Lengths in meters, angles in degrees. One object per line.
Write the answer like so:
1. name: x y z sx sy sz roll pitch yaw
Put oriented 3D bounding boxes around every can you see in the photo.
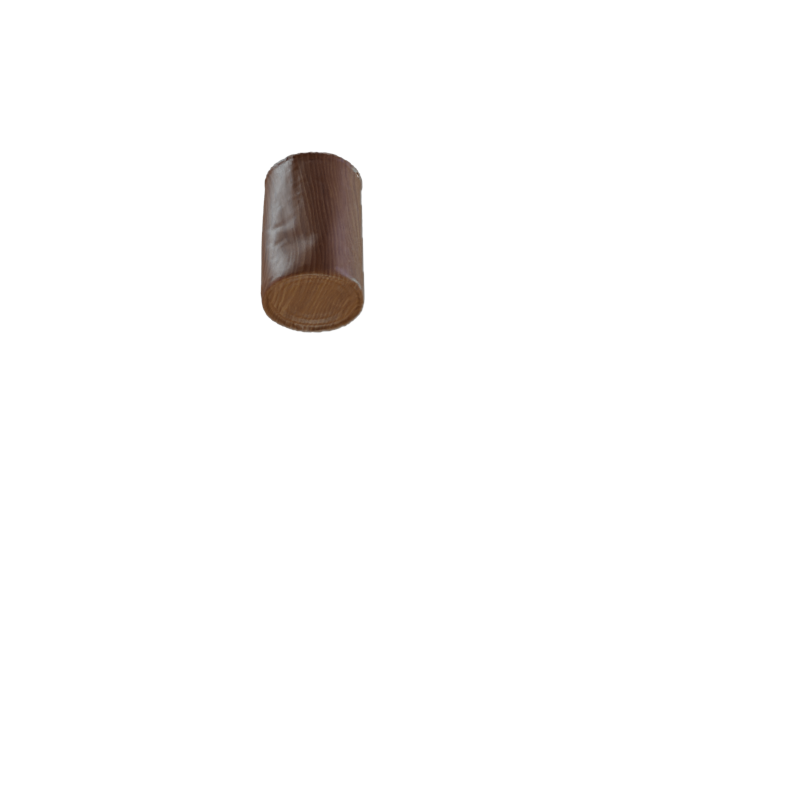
1. can: -0.057 -0.105 0.734 0.068 0.109 0.064 -1 -35 -2
